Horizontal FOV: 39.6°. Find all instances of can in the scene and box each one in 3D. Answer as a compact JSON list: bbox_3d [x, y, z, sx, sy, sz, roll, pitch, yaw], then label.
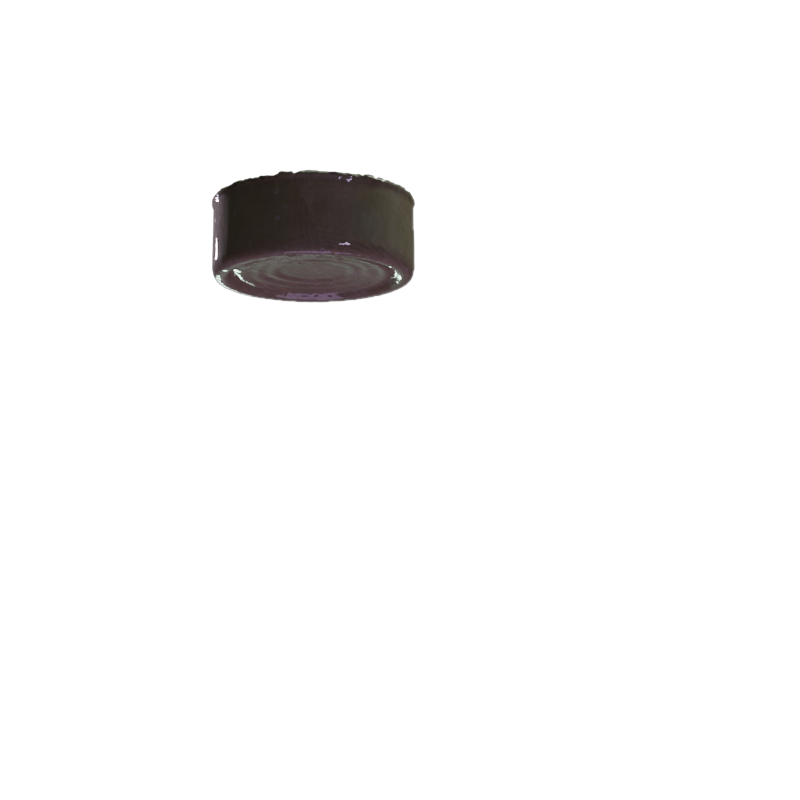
[{"bbox_3d":[-0.036,-0.066,0.465,0.086,0.035,0.083,0,-10,-2],"label":"can"}]
